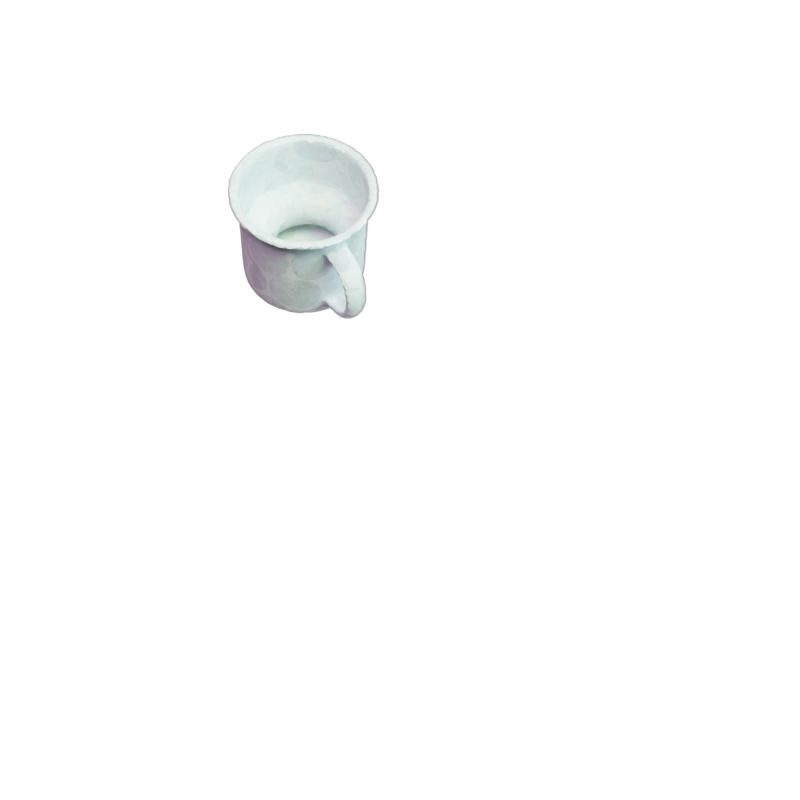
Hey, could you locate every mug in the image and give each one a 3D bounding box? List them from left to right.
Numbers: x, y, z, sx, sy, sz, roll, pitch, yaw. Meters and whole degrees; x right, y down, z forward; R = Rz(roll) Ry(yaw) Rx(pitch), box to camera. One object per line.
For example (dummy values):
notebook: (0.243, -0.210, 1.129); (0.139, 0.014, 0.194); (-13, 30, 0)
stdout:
mug: (-0.055, -0.101, 0.706); (0.093, 0.126, 0.076); (-27, -30, -19)
